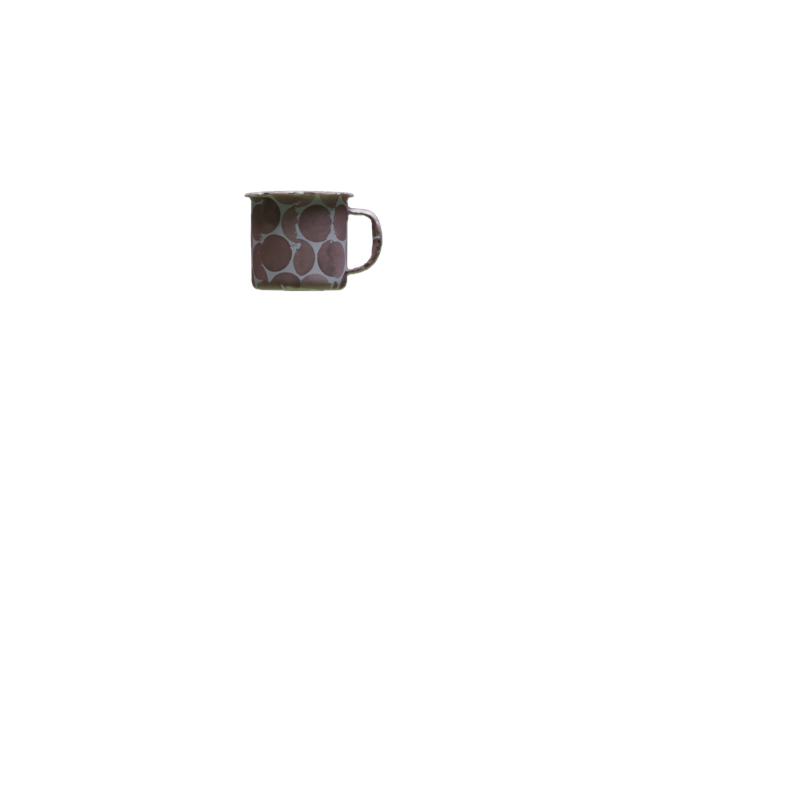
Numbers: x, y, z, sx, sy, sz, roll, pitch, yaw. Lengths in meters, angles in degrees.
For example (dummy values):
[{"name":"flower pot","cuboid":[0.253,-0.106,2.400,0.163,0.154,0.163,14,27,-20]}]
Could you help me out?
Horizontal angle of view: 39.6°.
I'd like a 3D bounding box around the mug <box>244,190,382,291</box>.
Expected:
[{"name":"mug","cuboid":[-0.073,-0.134,0.937,0.118,0.081,0.093,0,4,3]}]
